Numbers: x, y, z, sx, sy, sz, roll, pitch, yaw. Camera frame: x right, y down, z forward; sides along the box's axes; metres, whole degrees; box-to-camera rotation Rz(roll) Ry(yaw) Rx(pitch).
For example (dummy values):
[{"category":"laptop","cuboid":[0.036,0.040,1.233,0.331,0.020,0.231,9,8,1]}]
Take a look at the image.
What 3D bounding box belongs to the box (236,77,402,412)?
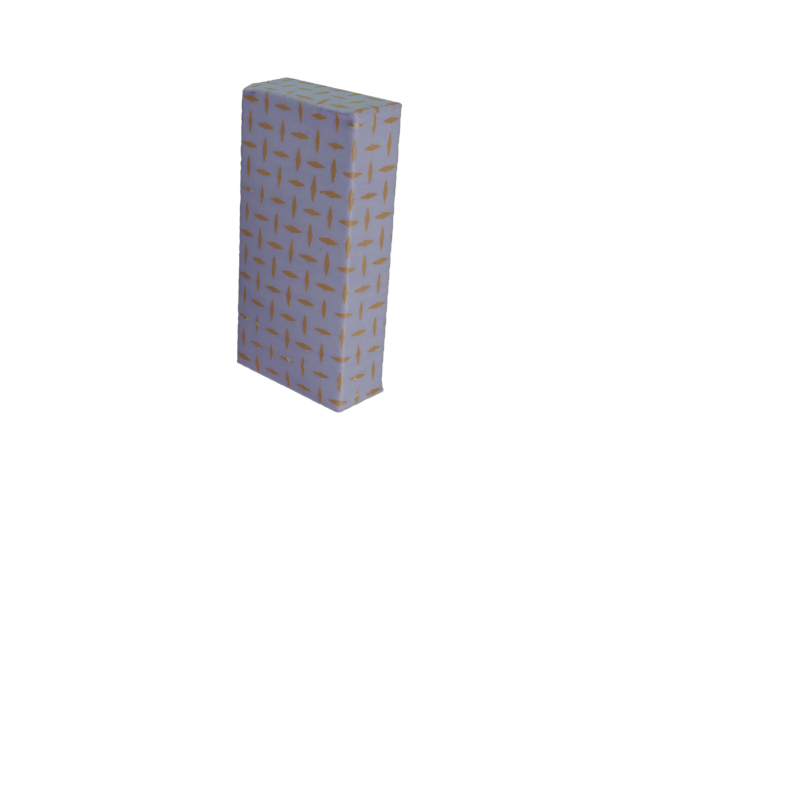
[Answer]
[{"category":"box","cuboid":[-0.051,-0.092,0.643,0.099,0.168,0.047,21,29,39]}]
